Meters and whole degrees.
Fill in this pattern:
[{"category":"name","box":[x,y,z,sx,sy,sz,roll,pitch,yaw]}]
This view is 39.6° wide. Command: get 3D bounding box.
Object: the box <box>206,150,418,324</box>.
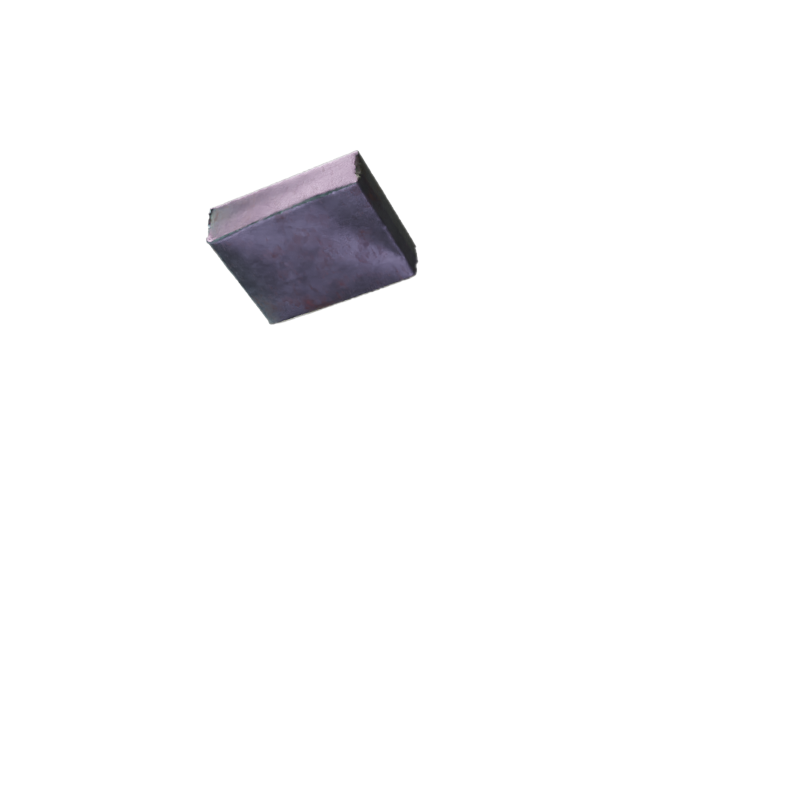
[{"category":"box","box":[-0.057,-0.104,0.729,0.114,0.042,0.083,-19,-49,17]}]
